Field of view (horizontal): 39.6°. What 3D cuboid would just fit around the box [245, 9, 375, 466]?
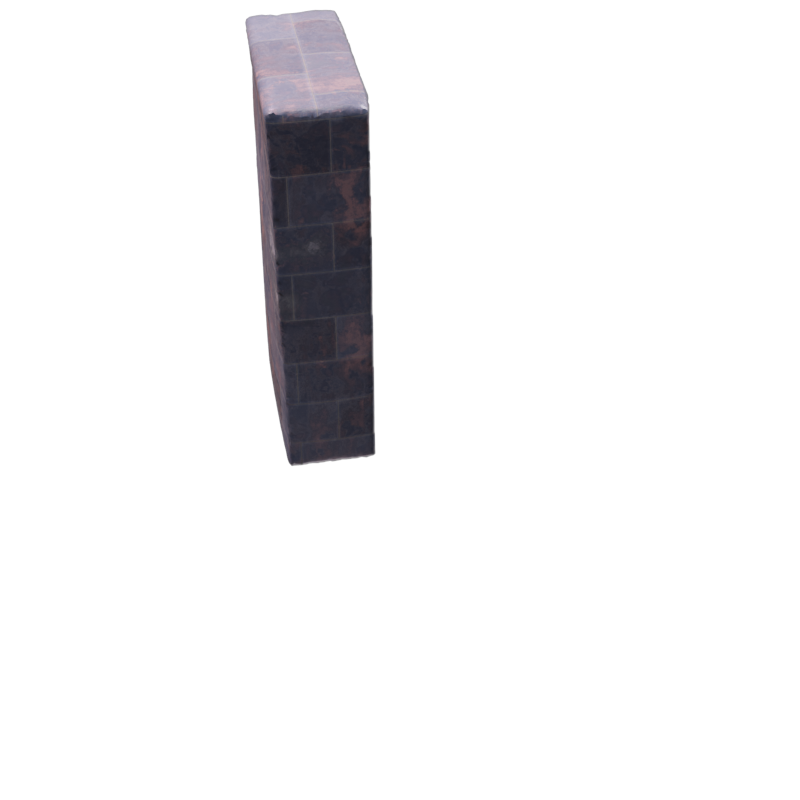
[{"bbox_3d":[-0.037,-0.068,0.479,0.048,0.165,0.101,-4,38,-9],"label":"box"}]
